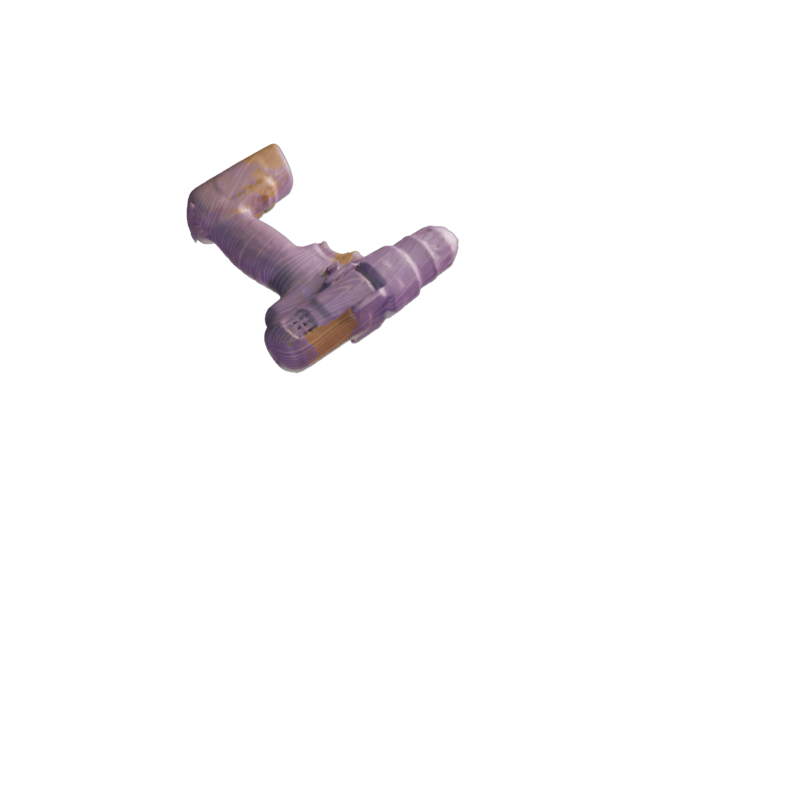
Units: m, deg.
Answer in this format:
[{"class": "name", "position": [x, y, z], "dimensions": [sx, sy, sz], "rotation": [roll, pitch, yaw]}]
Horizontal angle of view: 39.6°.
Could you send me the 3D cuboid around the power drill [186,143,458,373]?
[{"class": "power drill", "position": [-0.071, -0.130, 0.910], "dimensions": [0.185, 0.053, 0.200], "rotation": [-34, 60, -23]}]
